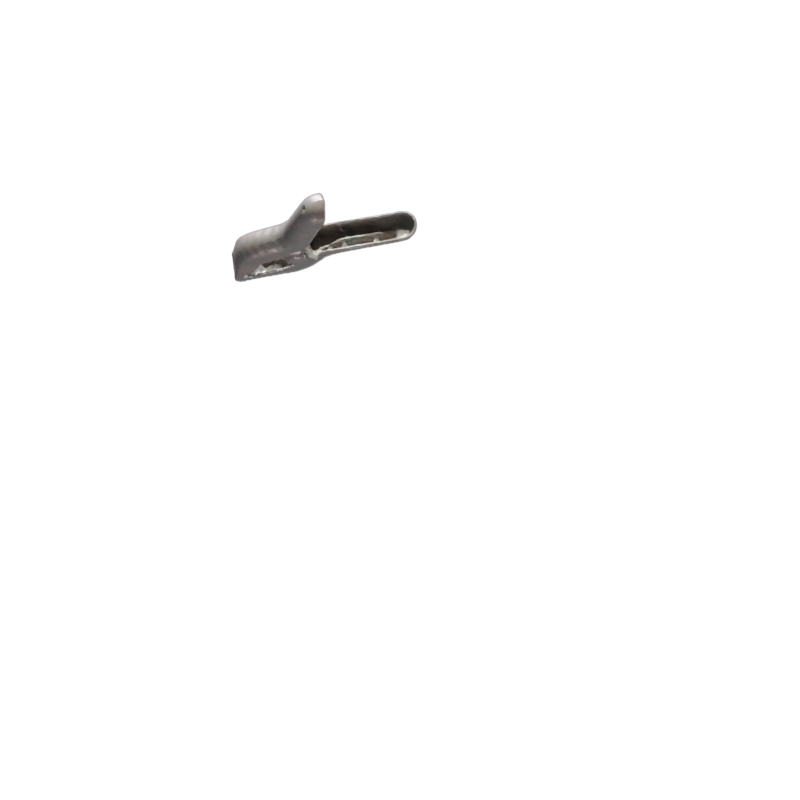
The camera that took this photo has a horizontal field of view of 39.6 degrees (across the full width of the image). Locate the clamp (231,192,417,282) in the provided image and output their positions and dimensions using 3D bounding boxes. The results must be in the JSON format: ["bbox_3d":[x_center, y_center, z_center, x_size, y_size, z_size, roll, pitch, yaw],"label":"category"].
[{"bbox_3d":[-0.073,-0.133,0.931,0.114,0.041,0.174,8,-13,-37],"label":"clamp"}]
